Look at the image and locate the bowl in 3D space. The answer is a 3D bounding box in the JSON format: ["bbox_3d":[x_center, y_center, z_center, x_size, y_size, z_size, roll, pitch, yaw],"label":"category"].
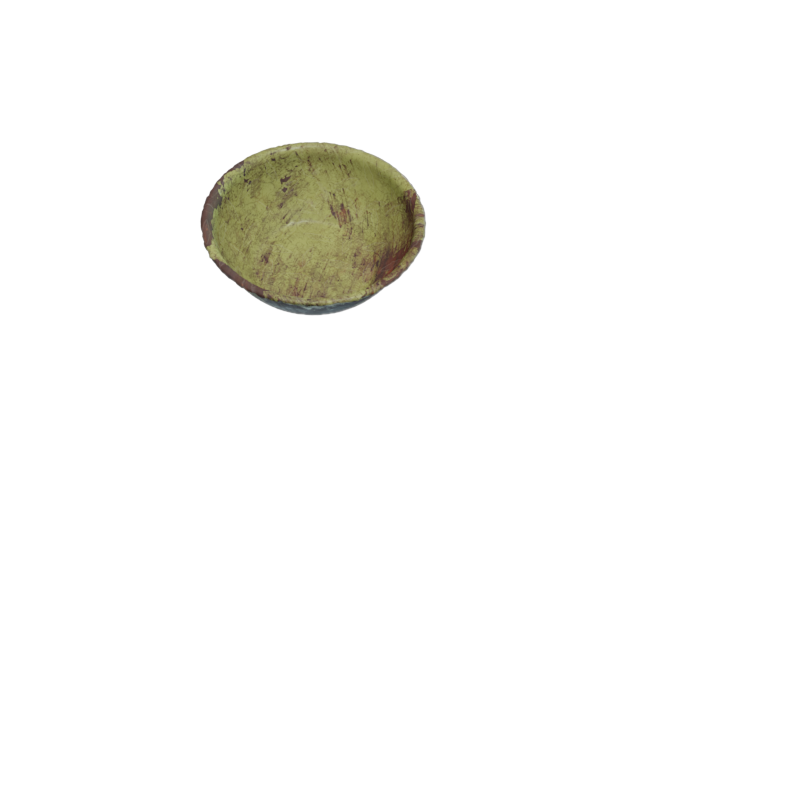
[{"bbox_3d":[-0.064,-0.116,0.814,0.162,0.174,0.051,-1,-38,-1],"label":"bowl"}]
